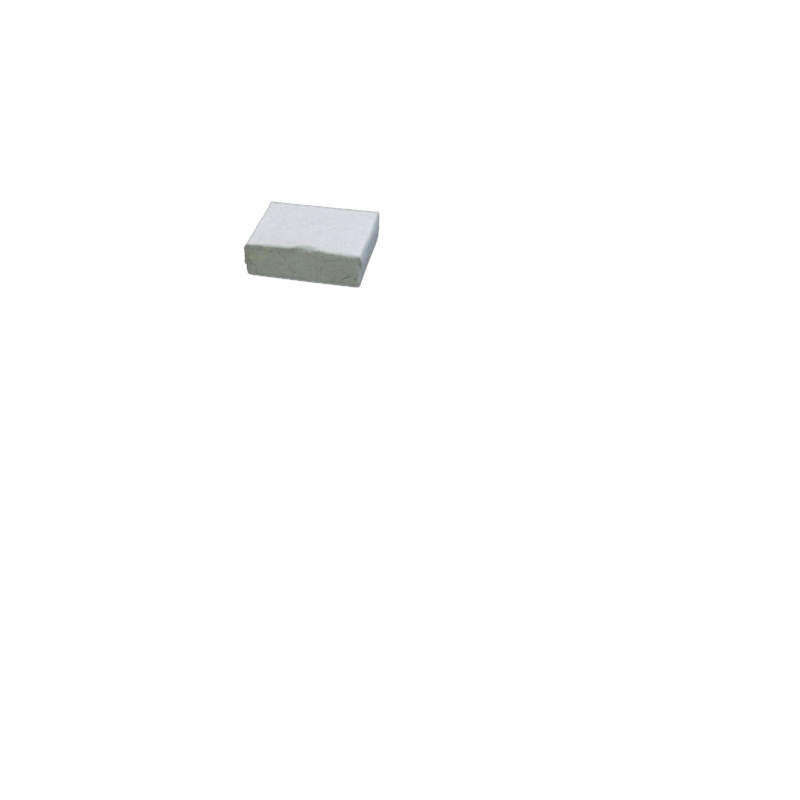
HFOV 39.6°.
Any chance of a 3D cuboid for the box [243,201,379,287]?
[{"bbox_3d":[-0.066,-0.120,0.841,0.091,0.028,0.077,7,35,10],"label":"box"}]
